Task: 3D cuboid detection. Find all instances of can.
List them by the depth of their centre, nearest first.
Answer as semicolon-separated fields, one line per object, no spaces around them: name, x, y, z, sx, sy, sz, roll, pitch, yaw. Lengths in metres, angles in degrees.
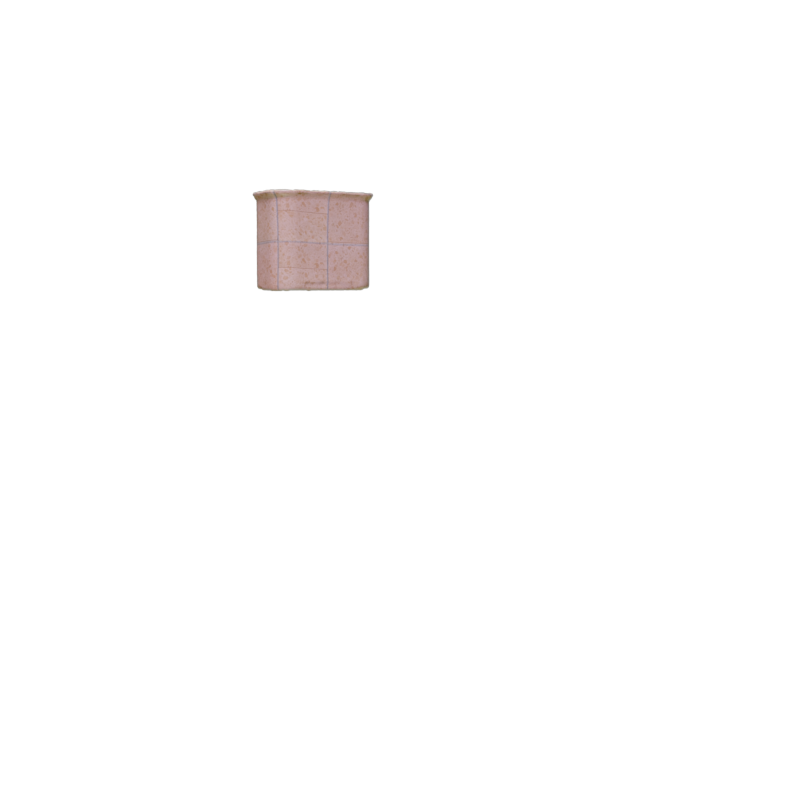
can;-0.074;-0.135;0.945;0.098;0.084;0.059;-2;1;-32
